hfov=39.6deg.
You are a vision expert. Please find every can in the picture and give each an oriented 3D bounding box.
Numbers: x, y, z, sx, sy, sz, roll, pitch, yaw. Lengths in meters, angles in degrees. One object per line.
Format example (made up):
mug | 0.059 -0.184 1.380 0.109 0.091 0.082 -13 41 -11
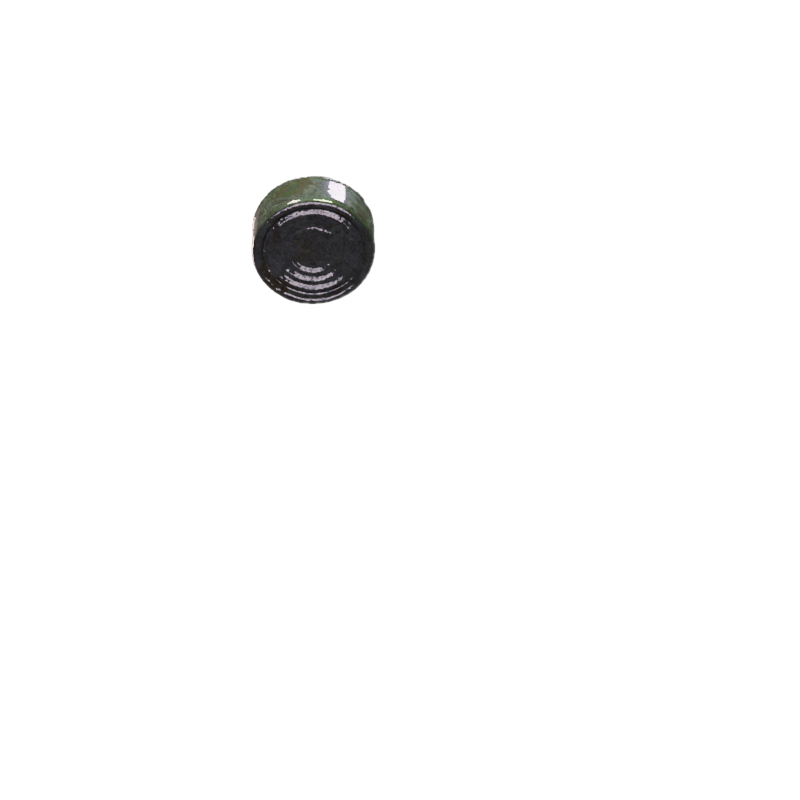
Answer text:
can | -0.060 -0.109 0.765 0.086 0.081 0.036 1 33 -1
